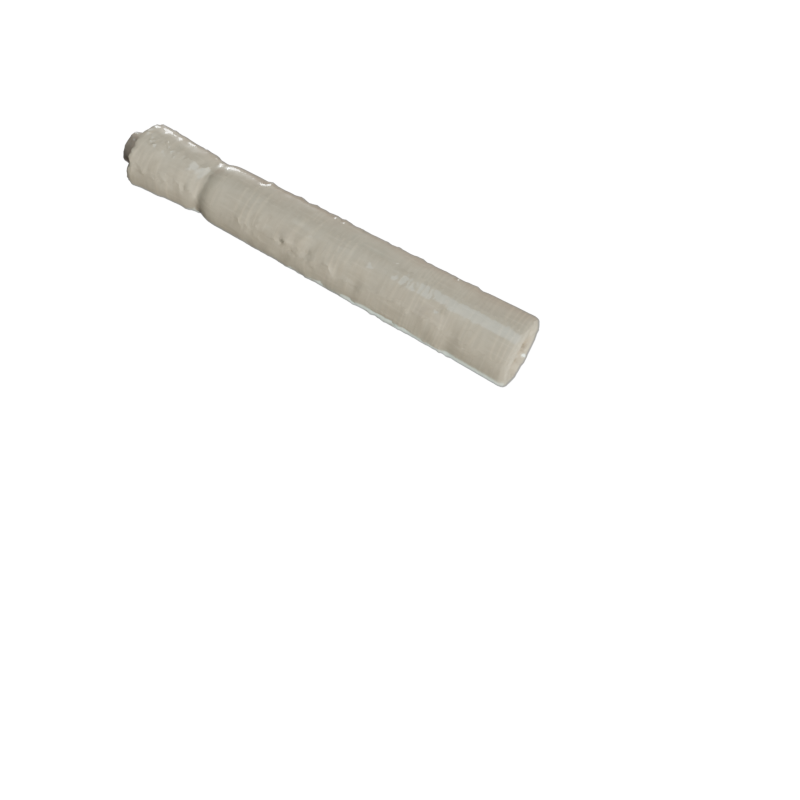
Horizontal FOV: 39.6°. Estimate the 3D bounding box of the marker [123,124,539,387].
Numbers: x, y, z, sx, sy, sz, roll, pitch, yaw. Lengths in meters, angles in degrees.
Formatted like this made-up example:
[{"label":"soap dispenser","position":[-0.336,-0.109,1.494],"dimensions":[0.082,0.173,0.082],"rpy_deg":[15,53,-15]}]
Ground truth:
[{"label":"marker","position":[-0.022,-0.041,0.285],"dimensions":[0.126,0.019,0.019],"rpy_deg":[30,14,20]}]
